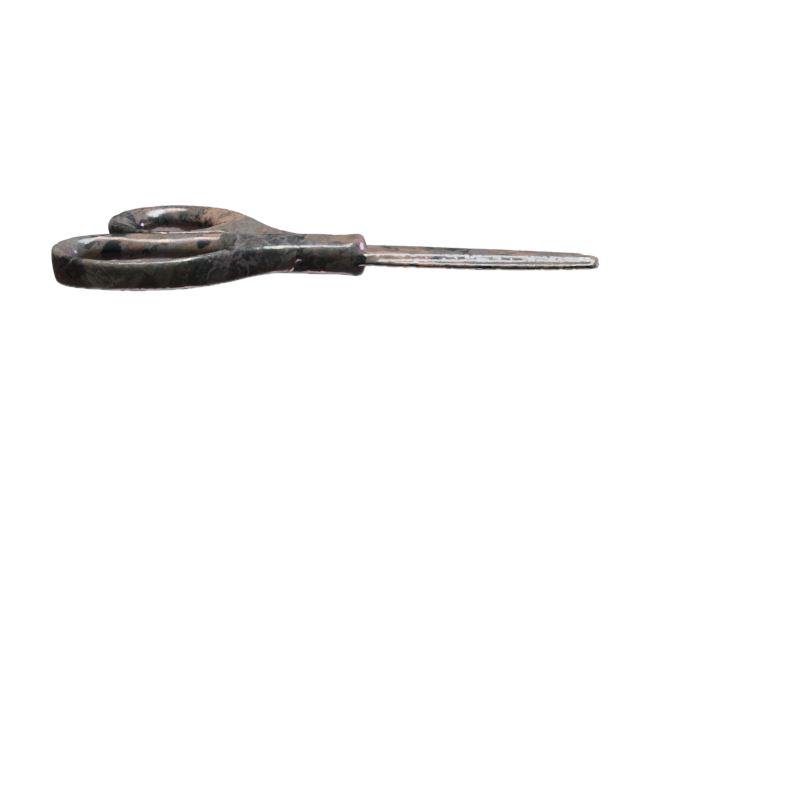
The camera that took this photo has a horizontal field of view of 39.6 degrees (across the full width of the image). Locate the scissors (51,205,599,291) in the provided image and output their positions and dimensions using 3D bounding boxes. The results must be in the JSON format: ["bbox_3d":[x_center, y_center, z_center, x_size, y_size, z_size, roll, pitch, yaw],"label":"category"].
[{"bbox_3d":[-0.035,-0.063,0.442,0.199,0.015,0.102,-4,23,-9],"label":"scissors"}]
